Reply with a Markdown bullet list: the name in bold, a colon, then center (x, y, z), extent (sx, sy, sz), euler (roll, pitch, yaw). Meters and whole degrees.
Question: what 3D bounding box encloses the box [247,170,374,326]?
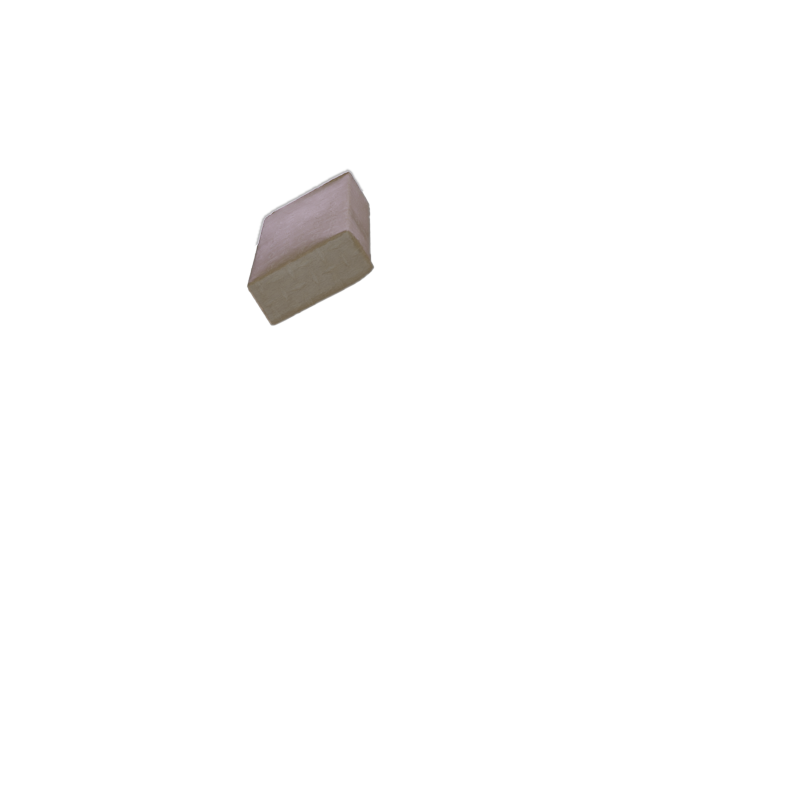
- **box**: center (-0.072, -0.131, 0.917), extent (0.093, 0.045, 0.186), euler (-27, 25, 10)
